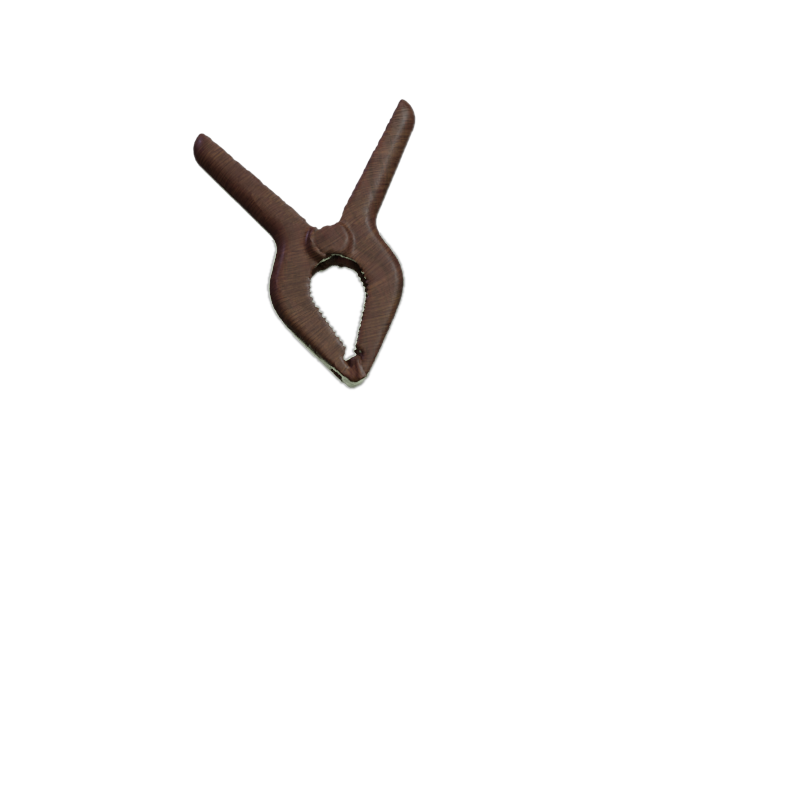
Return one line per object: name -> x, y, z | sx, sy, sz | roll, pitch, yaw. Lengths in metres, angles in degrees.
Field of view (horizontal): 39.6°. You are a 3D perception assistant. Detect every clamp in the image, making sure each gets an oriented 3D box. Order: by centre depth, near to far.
clamp -> -0.062, -0.113, 0.790 | 0.164, 0.219, 0.035 | -5, -17, -2
